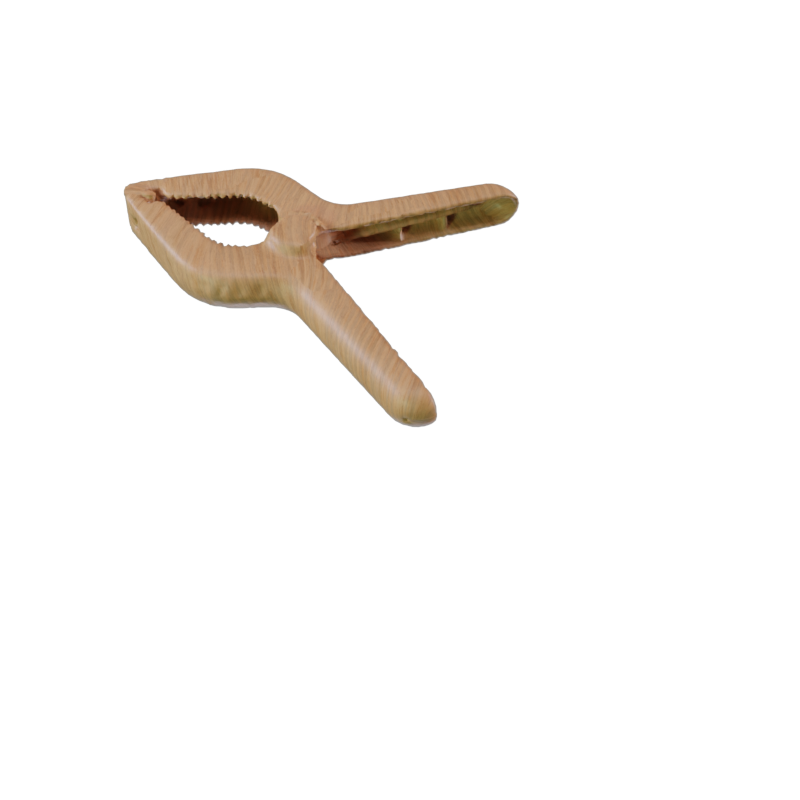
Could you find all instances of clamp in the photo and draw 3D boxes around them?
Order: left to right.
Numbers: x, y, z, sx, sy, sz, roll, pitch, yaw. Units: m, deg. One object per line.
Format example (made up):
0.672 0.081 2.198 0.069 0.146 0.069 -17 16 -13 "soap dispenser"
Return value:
-0.047 -0.085 0.594 0.218 0.034 0.170 21 51 18 "clamp"
